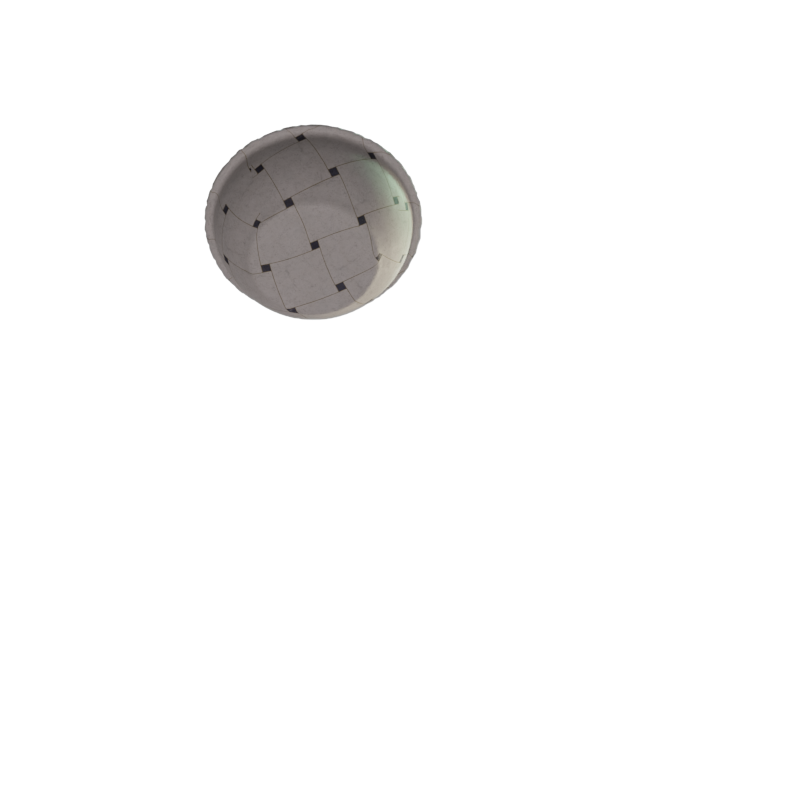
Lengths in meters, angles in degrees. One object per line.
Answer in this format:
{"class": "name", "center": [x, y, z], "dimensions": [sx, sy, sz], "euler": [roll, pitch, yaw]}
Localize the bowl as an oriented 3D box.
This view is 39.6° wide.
{"class": "bowl", "center": [-0.063, -0.114, 0.802], "dimensions": [0.162, 0.152, 0.059], "euler": [1, 33, -1]}
